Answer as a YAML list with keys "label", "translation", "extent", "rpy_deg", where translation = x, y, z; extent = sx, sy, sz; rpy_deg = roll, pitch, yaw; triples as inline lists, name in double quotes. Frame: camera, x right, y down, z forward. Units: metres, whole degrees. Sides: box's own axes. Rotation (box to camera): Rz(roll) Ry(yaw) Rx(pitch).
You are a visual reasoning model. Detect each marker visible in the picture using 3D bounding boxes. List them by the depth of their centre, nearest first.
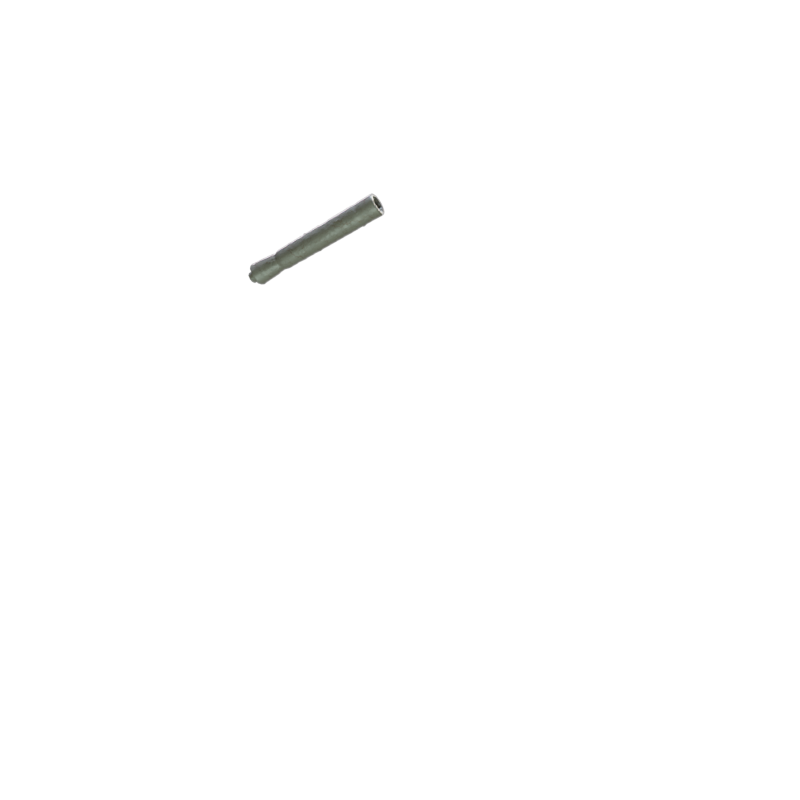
- label: "marker"
  translation: [-0.067, -0.122, 0.857]
  extent: [0.121, 0.020, 0.019]
  rpy_deg: [-27, -6, 20]
